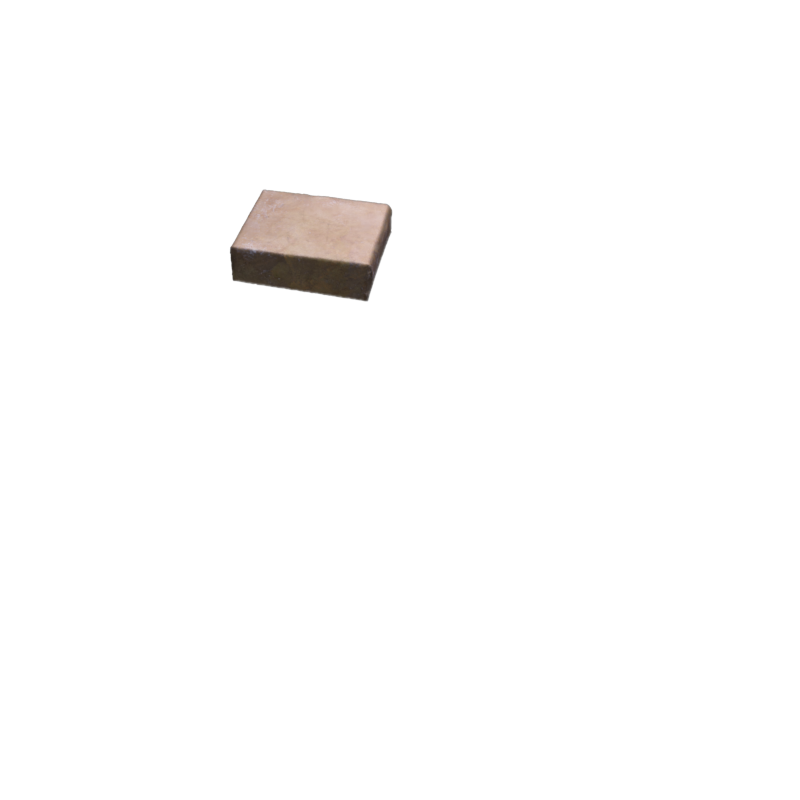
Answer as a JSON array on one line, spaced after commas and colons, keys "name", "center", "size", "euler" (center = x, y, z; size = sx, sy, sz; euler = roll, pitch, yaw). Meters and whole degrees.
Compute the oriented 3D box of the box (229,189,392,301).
[{"name": "box", "center": [-0.055, -0.100, 0.702], "size": [0.091, 0.028, 0.077], "euler": [8, 39, 9]}]
